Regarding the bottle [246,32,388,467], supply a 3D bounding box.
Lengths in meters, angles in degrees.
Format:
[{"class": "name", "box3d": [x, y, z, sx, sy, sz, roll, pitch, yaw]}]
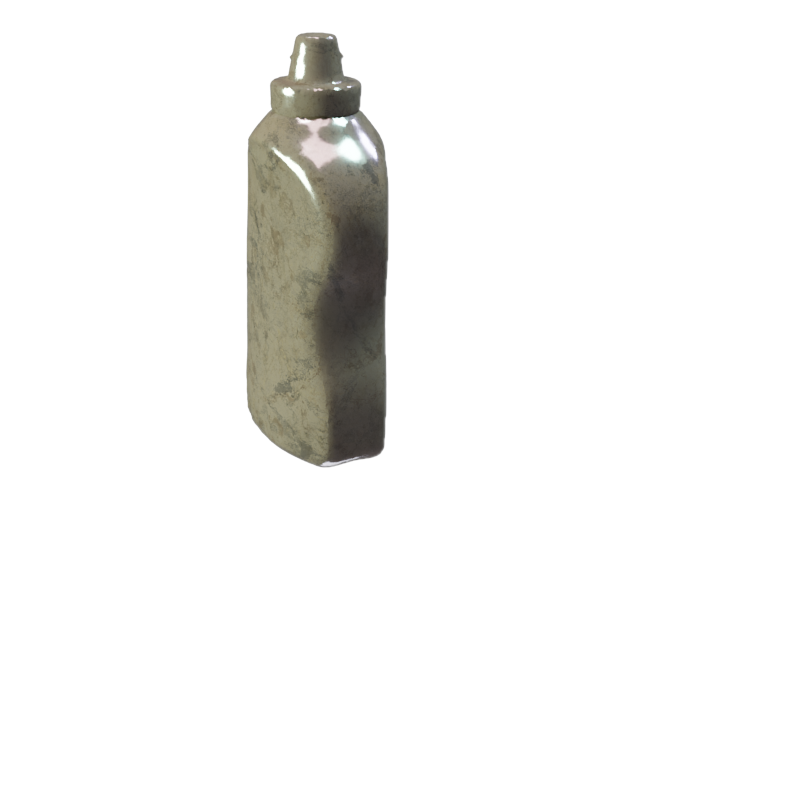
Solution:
[{"class": "bottle", "box3d": [-0.040, -0.074, 0.518, 0.057, 0.183, 0.102, -8, 22, -24]}]
